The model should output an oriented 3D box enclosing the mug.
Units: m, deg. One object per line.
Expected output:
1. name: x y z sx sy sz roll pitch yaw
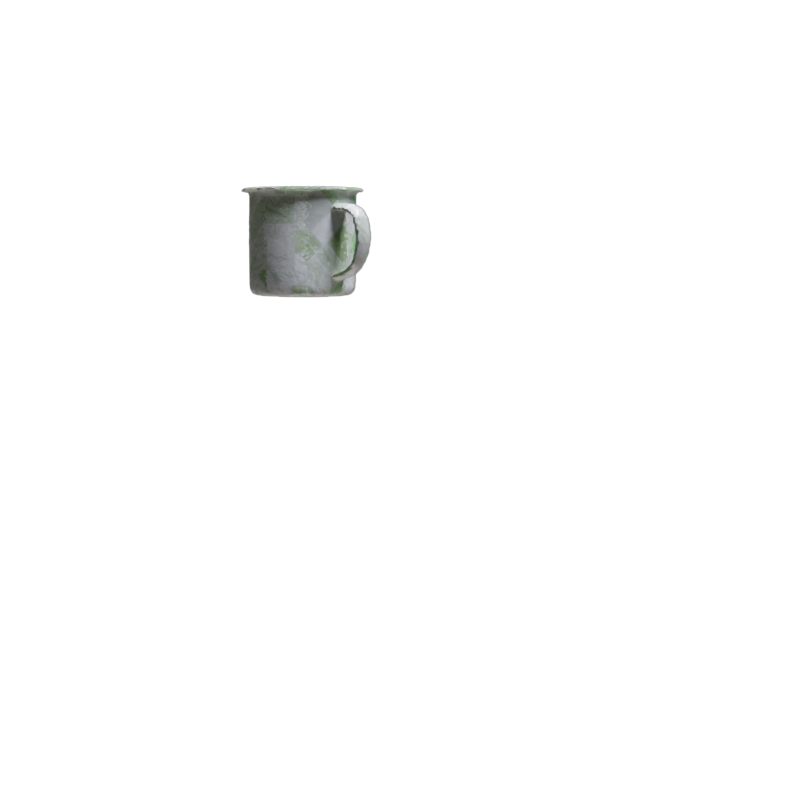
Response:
1. mug: -0.066 -0.120 0.838 0.122 0.081 0.090 5 7 44
